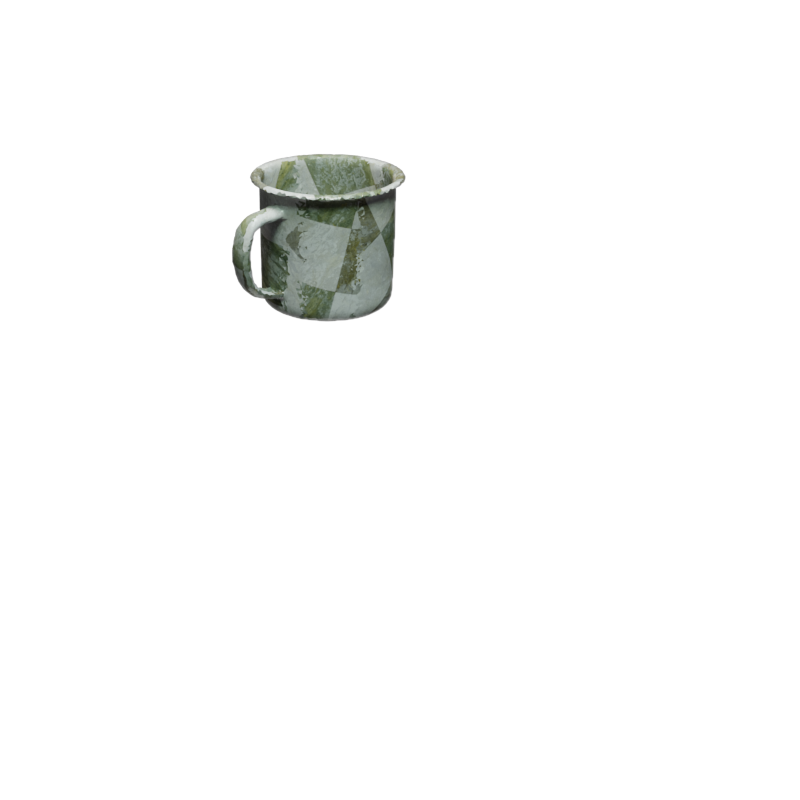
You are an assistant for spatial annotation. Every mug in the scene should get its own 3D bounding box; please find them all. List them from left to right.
[{"bbox_3d":[-0.053,-0.096,0.671,0.099,0.078,0.116,21,32,38],"label":"mug"}]
